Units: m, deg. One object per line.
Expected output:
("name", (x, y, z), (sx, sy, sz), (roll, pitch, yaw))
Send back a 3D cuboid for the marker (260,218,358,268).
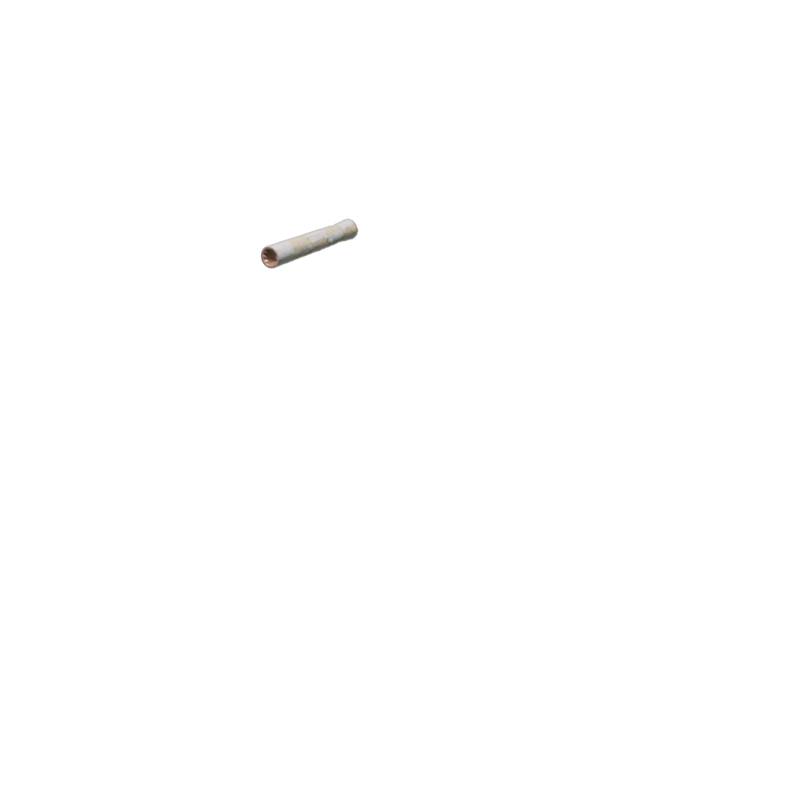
("marker", (-0.073, -0.132, 0.926), (0.020, 0.019, 0.120), (2, 20, 33))
